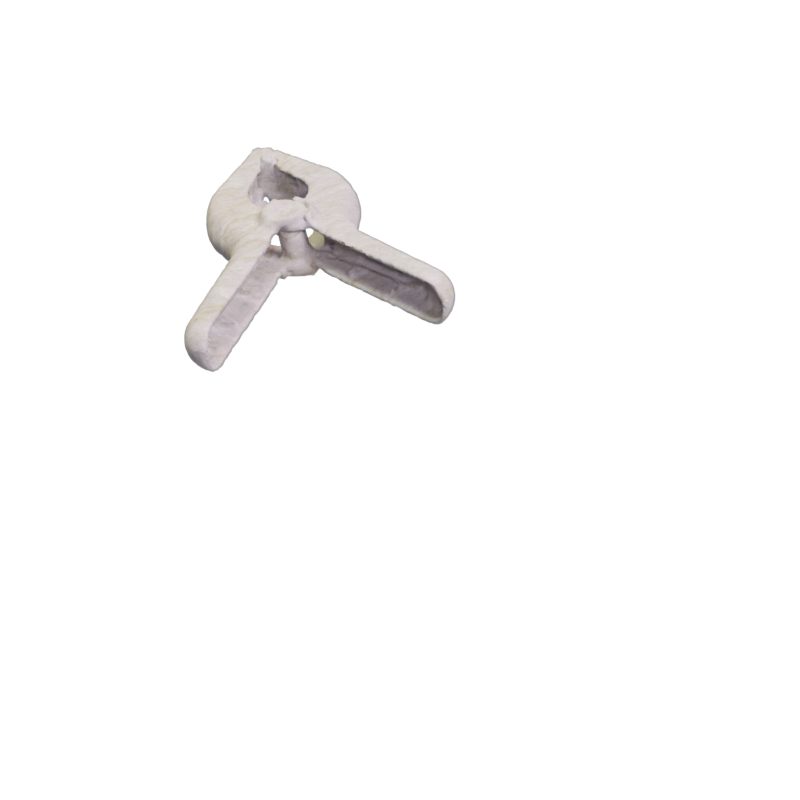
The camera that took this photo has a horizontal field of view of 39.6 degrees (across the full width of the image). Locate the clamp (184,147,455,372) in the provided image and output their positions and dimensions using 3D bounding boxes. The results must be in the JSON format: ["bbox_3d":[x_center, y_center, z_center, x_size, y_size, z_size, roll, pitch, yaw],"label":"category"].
[{"bbox_3d":[-0.043,-0.078,0.544,0.119,0.037,0.184,-3,39,-4],"label":"clamp"}]
